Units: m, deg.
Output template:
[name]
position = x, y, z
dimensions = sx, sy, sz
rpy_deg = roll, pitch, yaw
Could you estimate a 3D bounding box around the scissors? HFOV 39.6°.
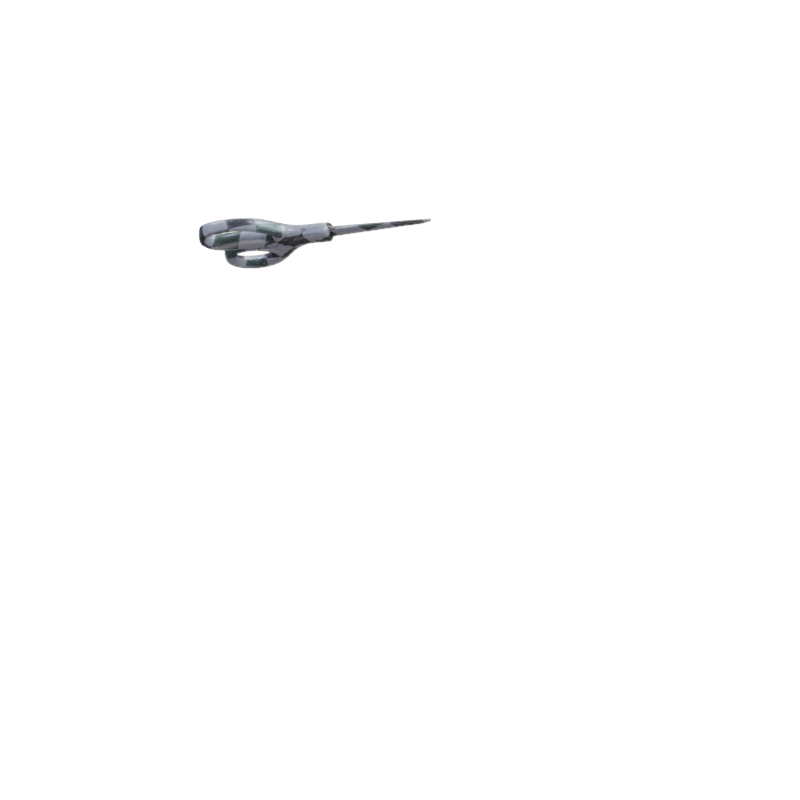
[scissors]
position = -0.078, -0.141, 0.991
dimensions = 0.201, 0.016, 0.092
rpy_deg = 0, -16, -1
